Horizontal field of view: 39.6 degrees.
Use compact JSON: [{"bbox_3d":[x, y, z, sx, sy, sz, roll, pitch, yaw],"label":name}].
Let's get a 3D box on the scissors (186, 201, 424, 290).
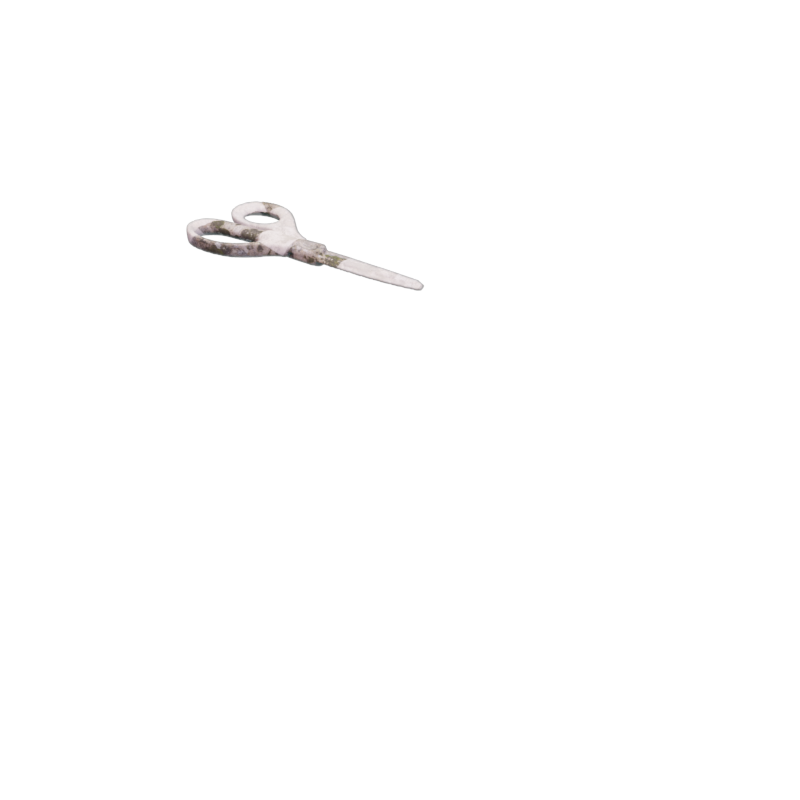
[{"bbox_3d":[-0.068,-0.124,0.865,0.208,0.015,0.099,11,34,17],"label":"scissors"}]
